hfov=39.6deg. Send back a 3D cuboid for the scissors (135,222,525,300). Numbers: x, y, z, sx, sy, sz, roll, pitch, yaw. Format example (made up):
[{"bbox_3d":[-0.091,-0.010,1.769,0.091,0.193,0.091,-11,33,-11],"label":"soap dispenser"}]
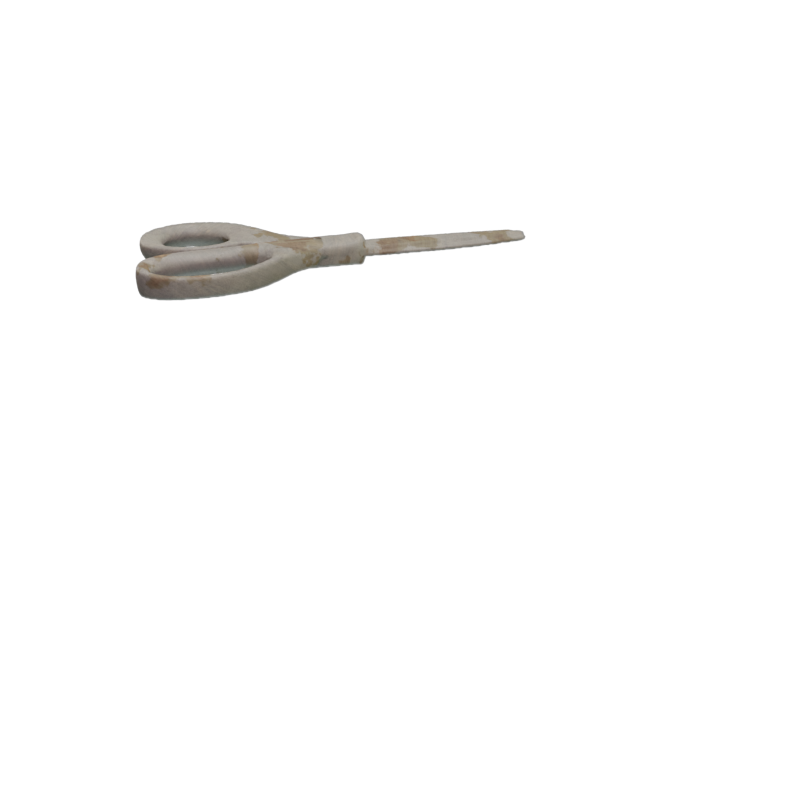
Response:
[{"bbox_3d":[-0.044,-0.081,0.568,0.198,0.015,0.103,-15,28,-29],"label":"scissors"}]
